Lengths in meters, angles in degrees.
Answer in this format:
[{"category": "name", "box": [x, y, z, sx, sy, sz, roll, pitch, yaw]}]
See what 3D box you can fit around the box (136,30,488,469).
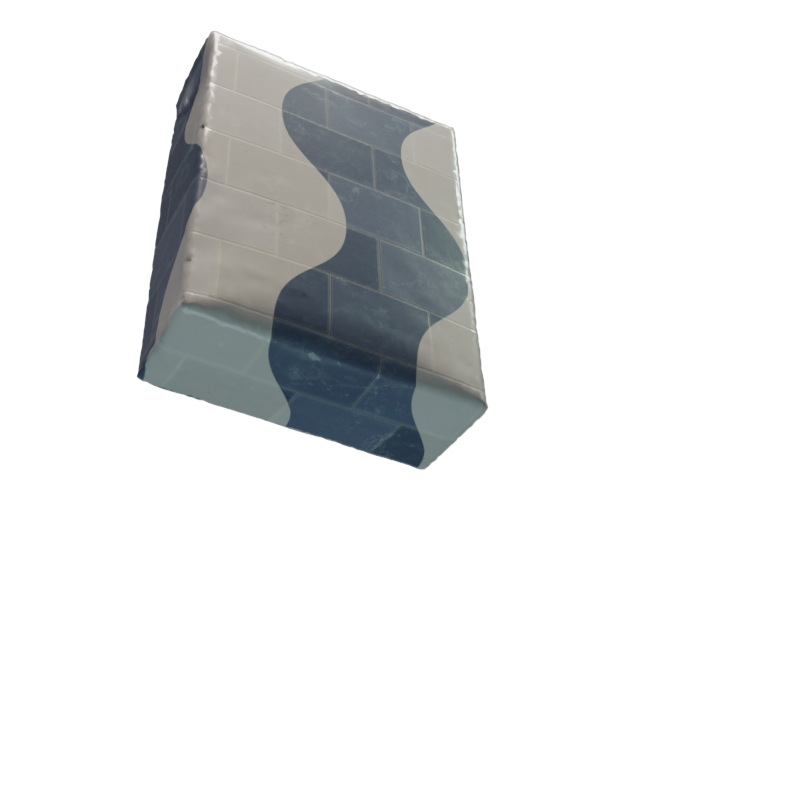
[{"category": "box", "box": [-0.047, -0.086, 0.602, 0.158, 0.230, 0.069, 17, -45, -21]}]
